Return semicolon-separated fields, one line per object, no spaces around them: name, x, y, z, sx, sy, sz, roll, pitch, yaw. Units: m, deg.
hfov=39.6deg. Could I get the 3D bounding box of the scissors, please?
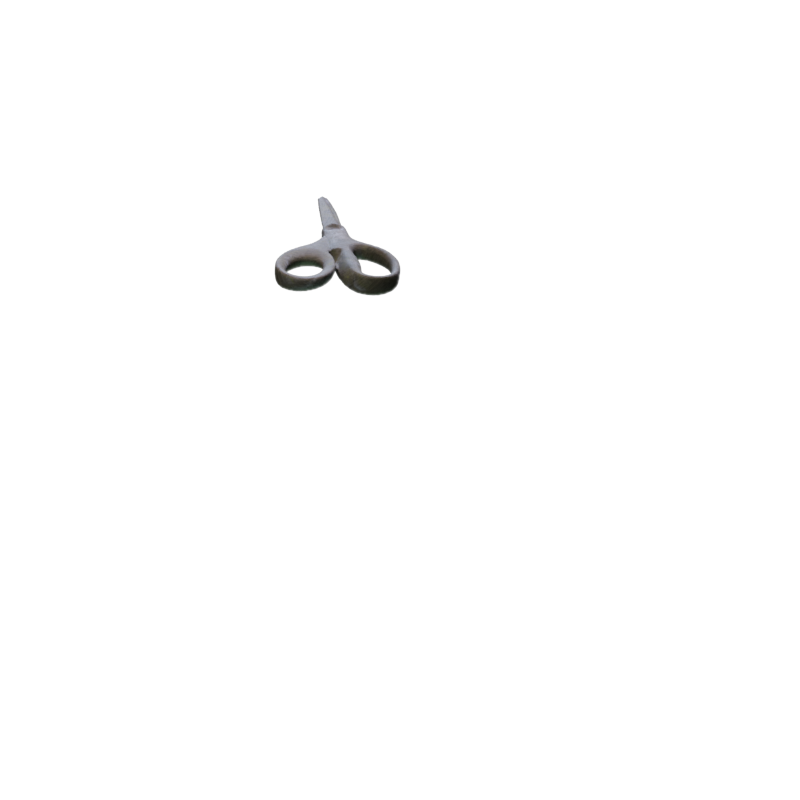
scissors;-0.065;-0.119;0.836;0.094;0.015;0.216;-10;28;-20
